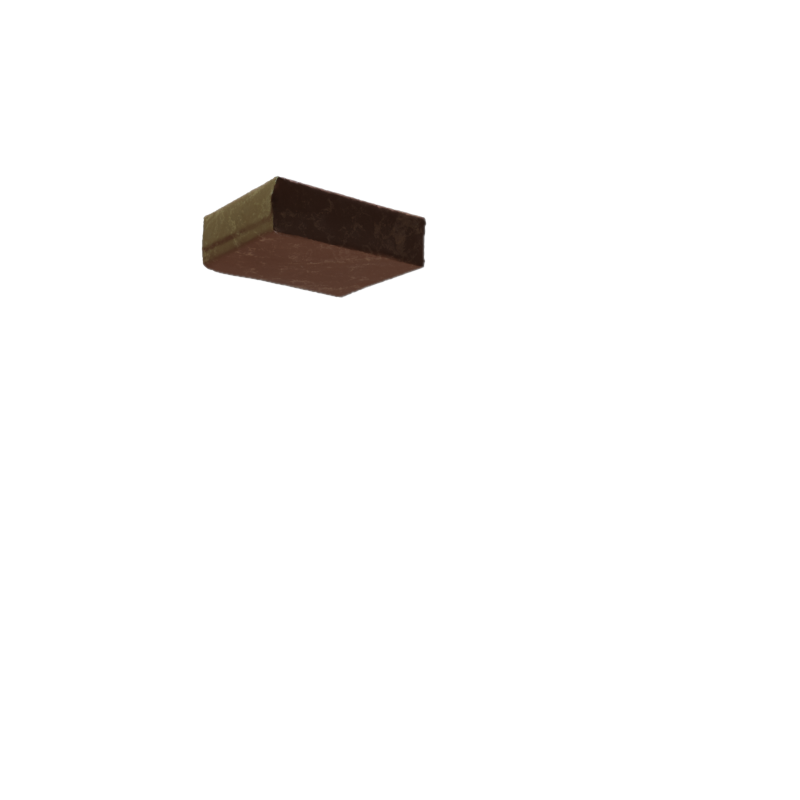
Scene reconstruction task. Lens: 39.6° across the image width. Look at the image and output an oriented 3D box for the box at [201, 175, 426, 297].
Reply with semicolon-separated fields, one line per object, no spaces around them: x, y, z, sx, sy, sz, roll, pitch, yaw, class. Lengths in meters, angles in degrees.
-0.054;-0.099;0.690;0.108;0.040;0.091;8;-15;-35;box
